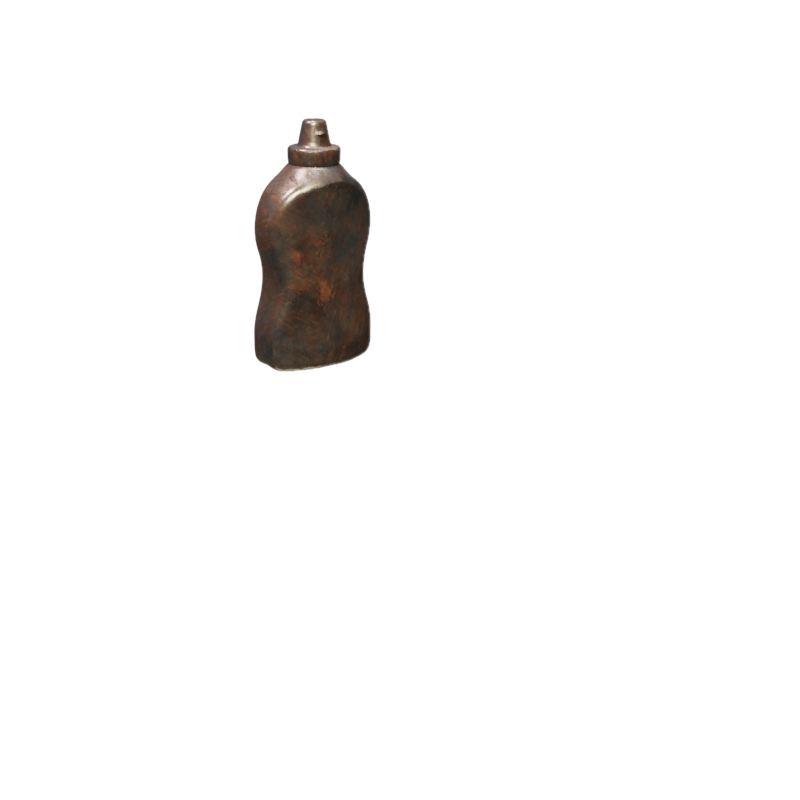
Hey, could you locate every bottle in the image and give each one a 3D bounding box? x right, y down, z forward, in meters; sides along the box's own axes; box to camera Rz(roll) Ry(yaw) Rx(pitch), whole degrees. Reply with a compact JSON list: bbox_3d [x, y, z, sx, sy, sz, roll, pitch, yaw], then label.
[{"bbox_3d":[-0.068,-0.124,0.867,0.094,0.185,0.062,-9,17,-33],"label":"bottle"}]
